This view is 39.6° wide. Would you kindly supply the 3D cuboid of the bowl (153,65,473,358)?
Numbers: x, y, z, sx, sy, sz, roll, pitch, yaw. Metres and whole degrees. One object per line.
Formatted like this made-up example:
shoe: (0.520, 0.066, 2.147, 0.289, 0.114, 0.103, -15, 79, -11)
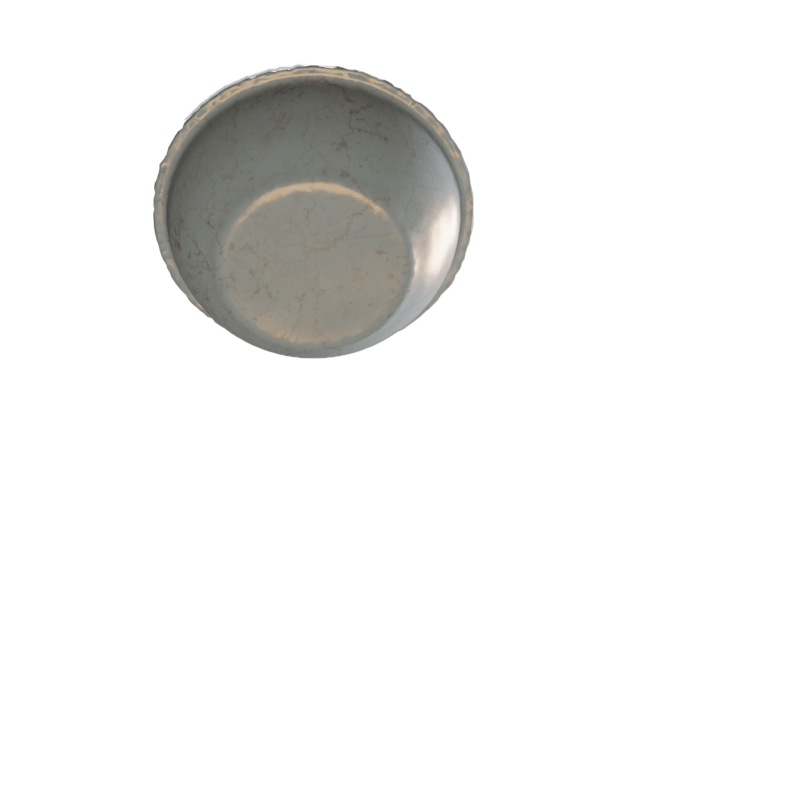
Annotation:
bowl: (-0.042, -0.077, 0.537, 0.162, 0.152, 0.058, 1, 31, -1)
